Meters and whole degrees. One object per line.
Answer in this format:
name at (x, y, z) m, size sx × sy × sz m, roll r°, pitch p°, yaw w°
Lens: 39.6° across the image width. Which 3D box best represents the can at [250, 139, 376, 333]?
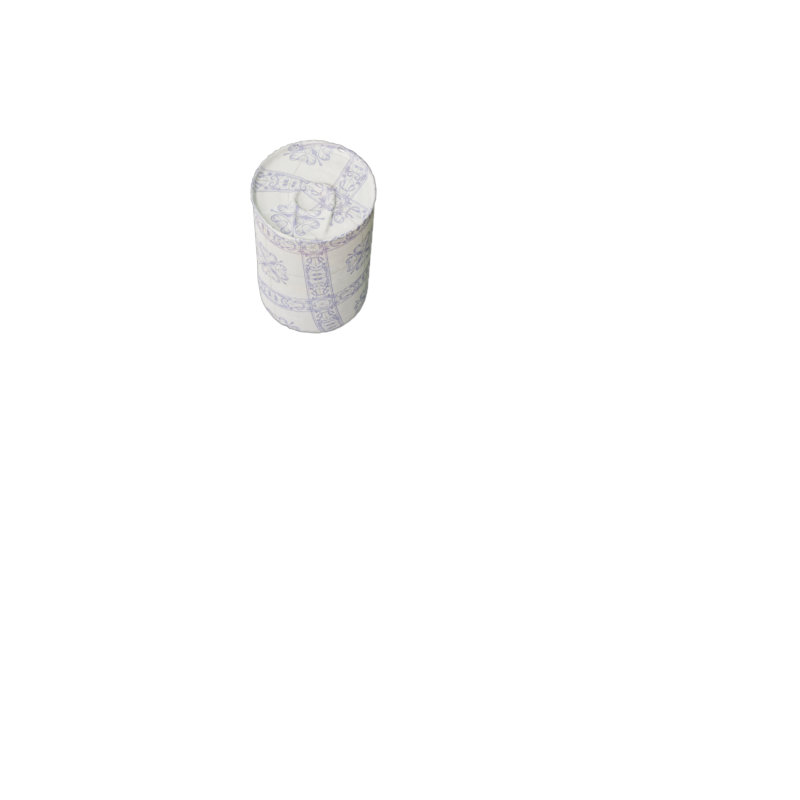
can at (-0.050, -0.091, 0.635) m, size 0.068 × 0.073 × 0.096 m, roll 0°, pitch -29°, yaw -3°
